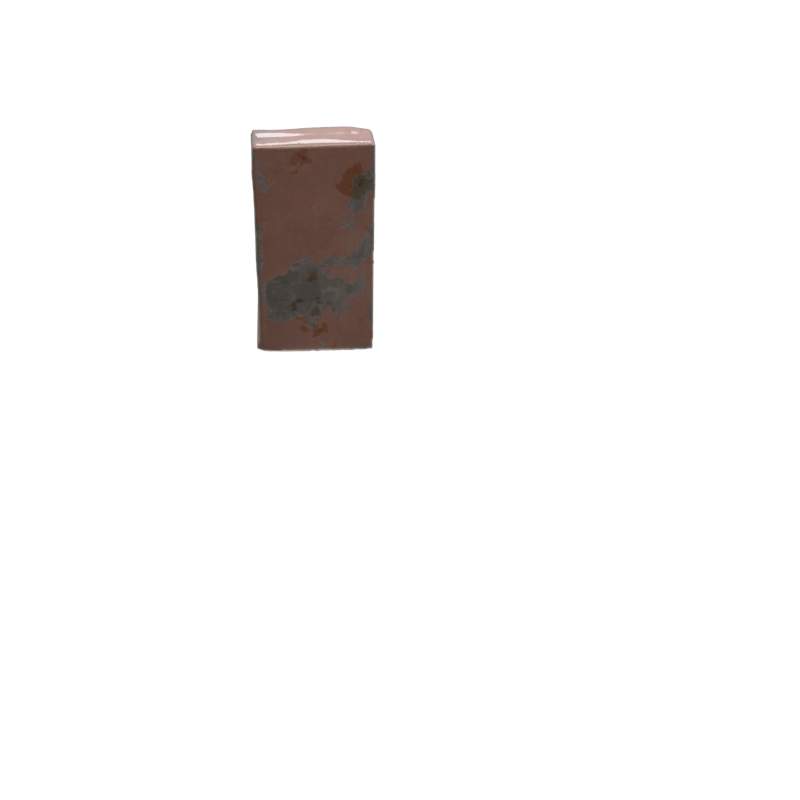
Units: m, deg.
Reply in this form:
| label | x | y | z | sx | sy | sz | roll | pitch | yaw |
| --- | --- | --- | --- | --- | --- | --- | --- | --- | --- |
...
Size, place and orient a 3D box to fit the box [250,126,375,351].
| label | x | y | z | sx | sy | sz | roll | pitch | yaw |
| --- | --- | --- | --- | --- | --- | --- | --- | --- | --- |
| box | -0.067 | -0.122 | 0.857 | 0.093 | 0.167 | 0.051 | -1 | 26 | -5 |
